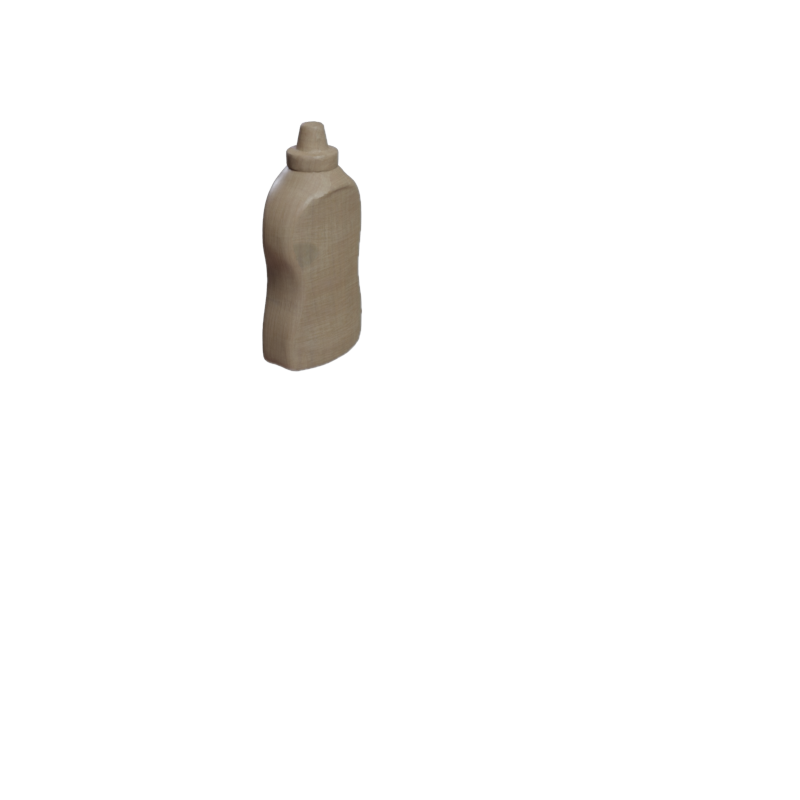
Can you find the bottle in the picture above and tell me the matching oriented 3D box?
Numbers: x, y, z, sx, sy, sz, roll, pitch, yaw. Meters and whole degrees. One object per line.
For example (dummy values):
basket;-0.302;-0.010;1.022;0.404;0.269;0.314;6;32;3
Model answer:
bottle;-0.069;-0.126;0.881;0.062;0.183;0.095;17;27;35
